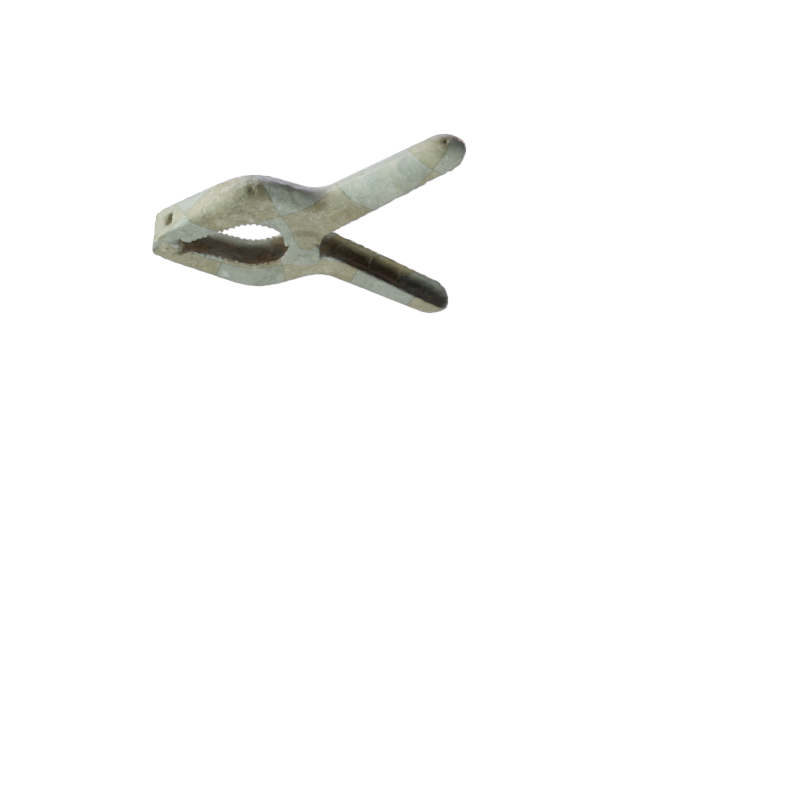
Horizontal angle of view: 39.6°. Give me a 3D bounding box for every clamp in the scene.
[{"bbox_3d":[-0.058,-0.107,0.747,0.211,0.039,0.152,-4,-37,5],"label":"clamp"}]
